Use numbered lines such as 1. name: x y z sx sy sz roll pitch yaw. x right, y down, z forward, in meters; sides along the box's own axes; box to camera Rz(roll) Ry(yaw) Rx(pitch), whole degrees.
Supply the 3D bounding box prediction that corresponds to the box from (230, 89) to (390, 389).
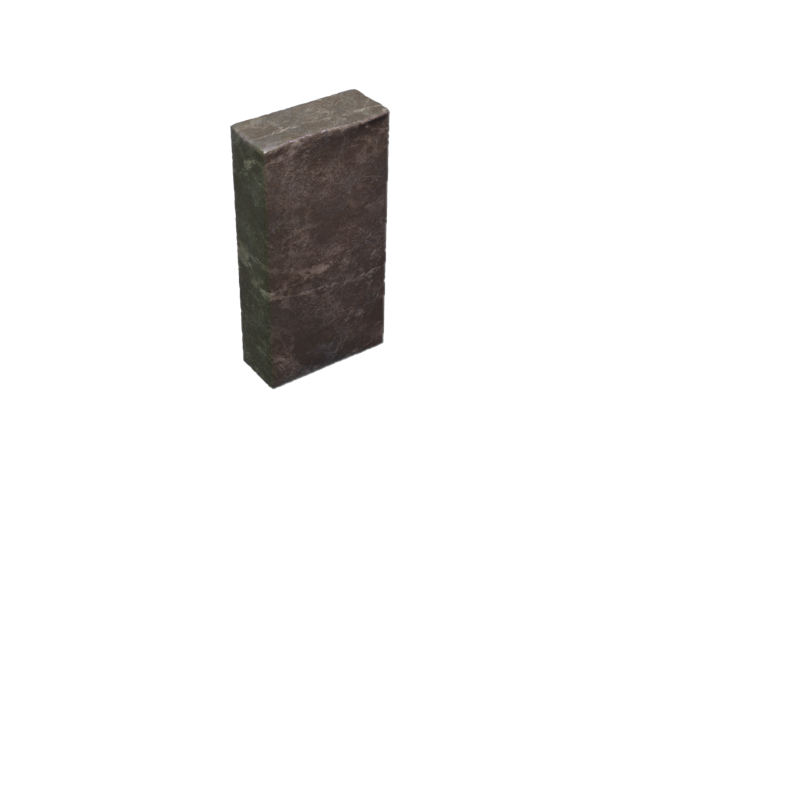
1. box: -0.055 -0.100 0.701 0.092 0.165 0.052 -23 45 -29
